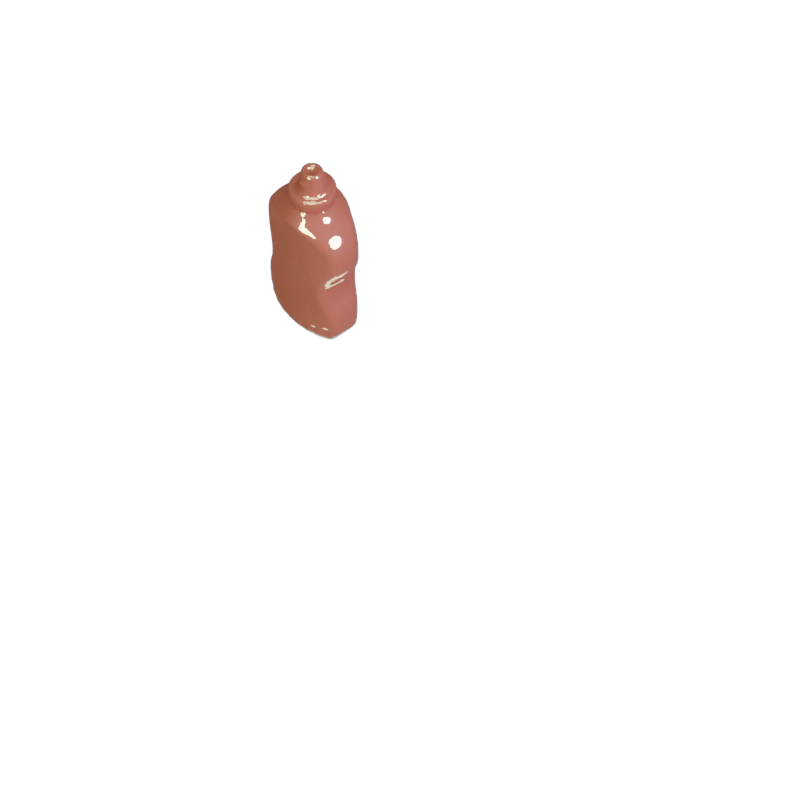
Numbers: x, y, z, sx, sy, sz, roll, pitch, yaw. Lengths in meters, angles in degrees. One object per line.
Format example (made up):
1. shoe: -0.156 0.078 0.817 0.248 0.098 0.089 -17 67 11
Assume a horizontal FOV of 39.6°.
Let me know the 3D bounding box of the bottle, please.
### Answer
1. bottle: -0.077 -0.140 0.984 0.058 0.102 0.179 -32 -26 -22
